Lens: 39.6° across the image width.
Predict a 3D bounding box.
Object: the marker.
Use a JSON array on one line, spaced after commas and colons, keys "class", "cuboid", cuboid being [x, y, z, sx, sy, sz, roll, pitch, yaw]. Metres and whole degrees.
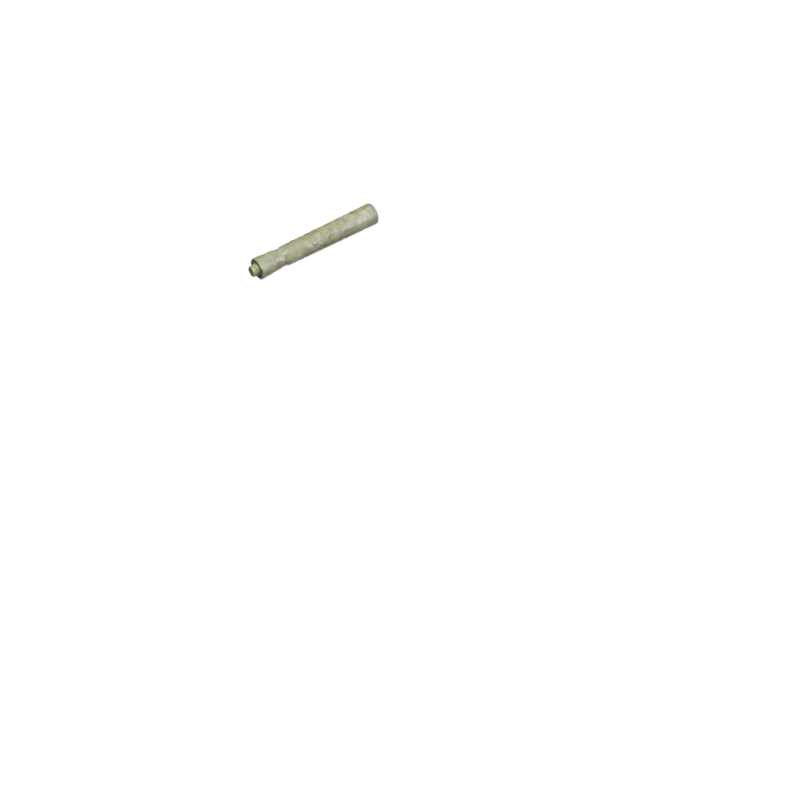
[{"class": "marker", "cuboid": [-0.071, -0.129, 0.906, 0.121, 0.019, 0.020, -30, 17, -24]}]
